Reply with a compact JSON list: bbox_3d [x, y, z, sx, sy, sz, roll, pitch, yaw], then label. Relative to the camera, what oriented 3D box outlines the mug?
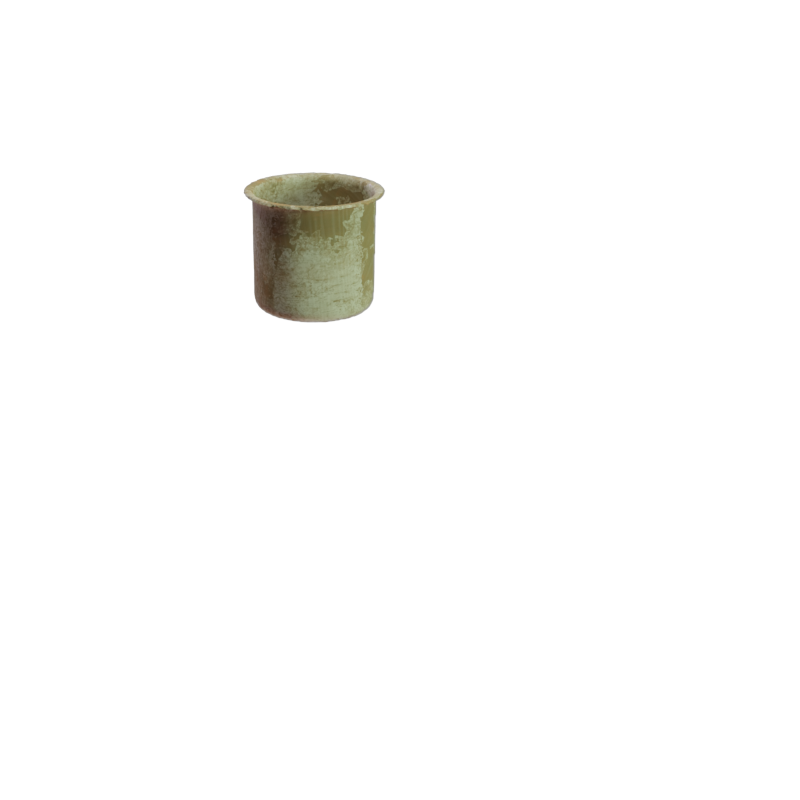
[{"bbox_3d":[-0.059,-0.108,0.756,0.093,0.078,0.123,-1,23,-5],"label":"mug"}]
